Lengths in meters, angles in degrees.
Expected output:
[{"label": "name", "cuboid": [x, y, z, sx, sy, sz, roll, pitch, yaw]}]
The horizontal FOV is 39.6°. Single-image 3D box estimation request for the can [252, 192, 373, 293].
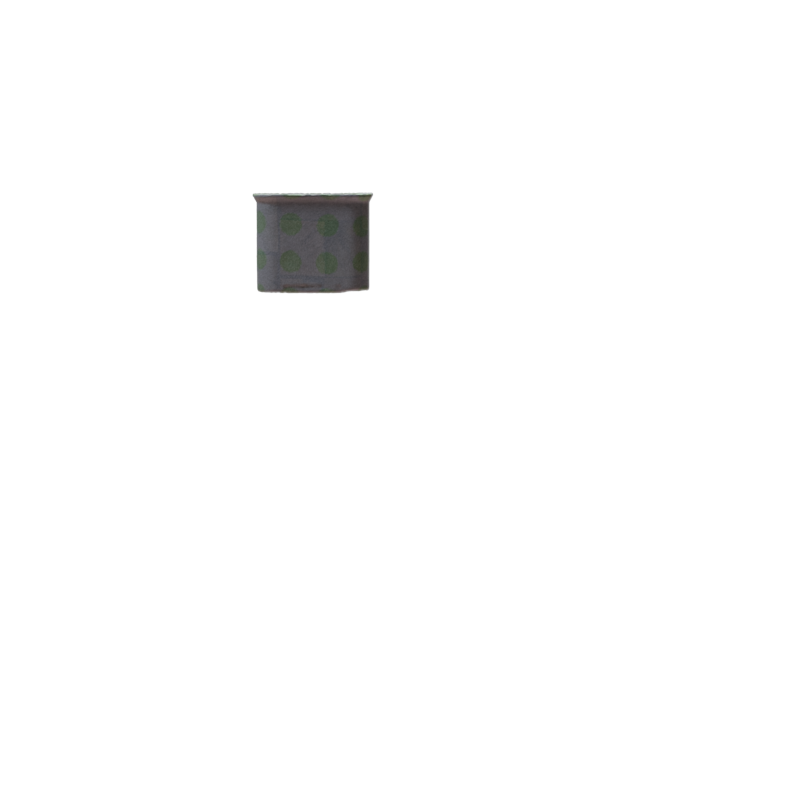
[{"label": "can", "cuboid": [-0.075, -0.136, 0.950, 0.102, 0.083, 0.058, 1, 6, 2]}]
